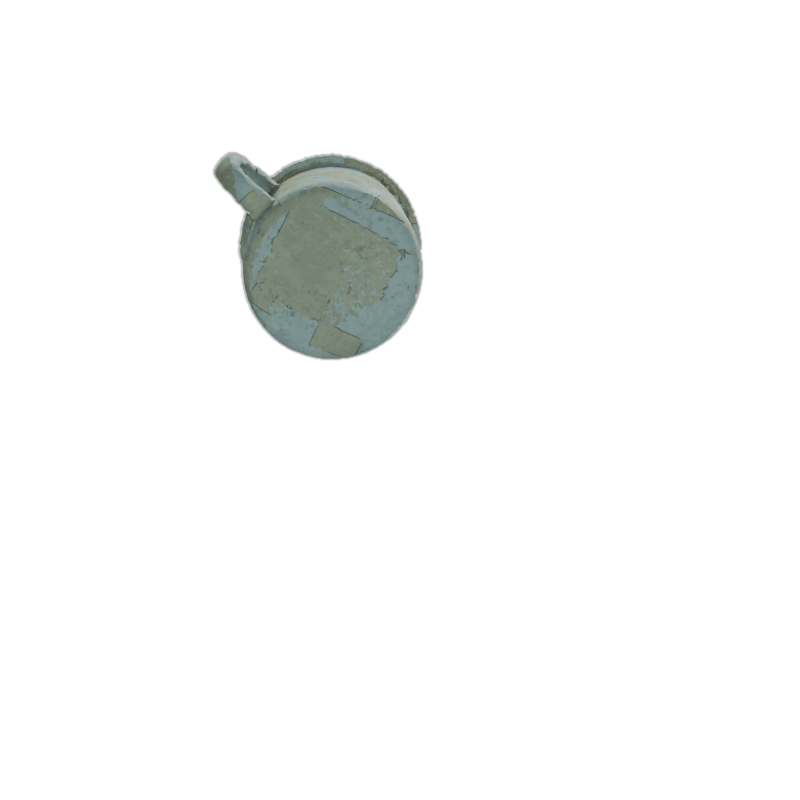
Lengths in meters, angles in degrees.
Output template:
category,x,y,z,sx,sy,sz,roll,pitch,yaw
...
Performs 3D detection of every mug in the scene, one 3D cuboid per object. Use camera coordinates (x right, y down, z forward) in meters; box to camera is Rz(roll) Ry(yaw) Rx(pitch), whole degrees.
category,x,y,z,sx,sy,sz,roll,pitch,yaw
mug,-0.041,-0.076,0.530,0.115,0.093,0.084,44,8,-9
